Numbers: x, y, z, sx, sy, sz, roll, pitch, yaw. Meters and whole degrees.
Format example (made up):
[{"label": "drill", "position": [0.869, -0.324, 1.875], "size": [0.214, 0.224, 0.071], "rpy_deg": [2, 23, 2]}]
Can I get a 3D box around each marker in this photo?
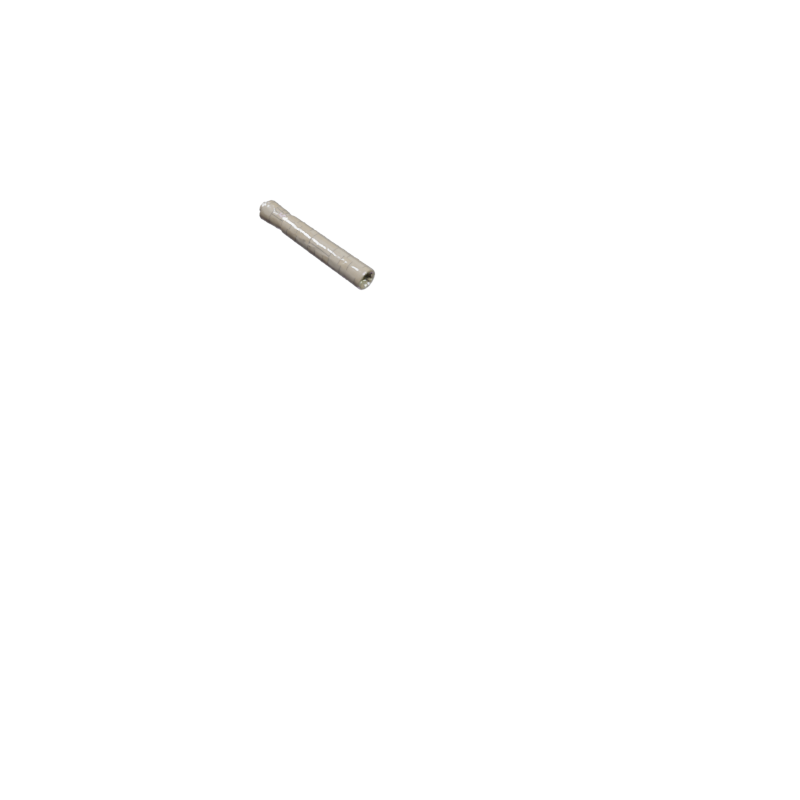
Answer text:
[{"label": "marker", "position": [-0.070, -0.127, 0.888], "size": [0.129, 0.019, 0.019], "rpy_deg": [38, 24, 30]}]
